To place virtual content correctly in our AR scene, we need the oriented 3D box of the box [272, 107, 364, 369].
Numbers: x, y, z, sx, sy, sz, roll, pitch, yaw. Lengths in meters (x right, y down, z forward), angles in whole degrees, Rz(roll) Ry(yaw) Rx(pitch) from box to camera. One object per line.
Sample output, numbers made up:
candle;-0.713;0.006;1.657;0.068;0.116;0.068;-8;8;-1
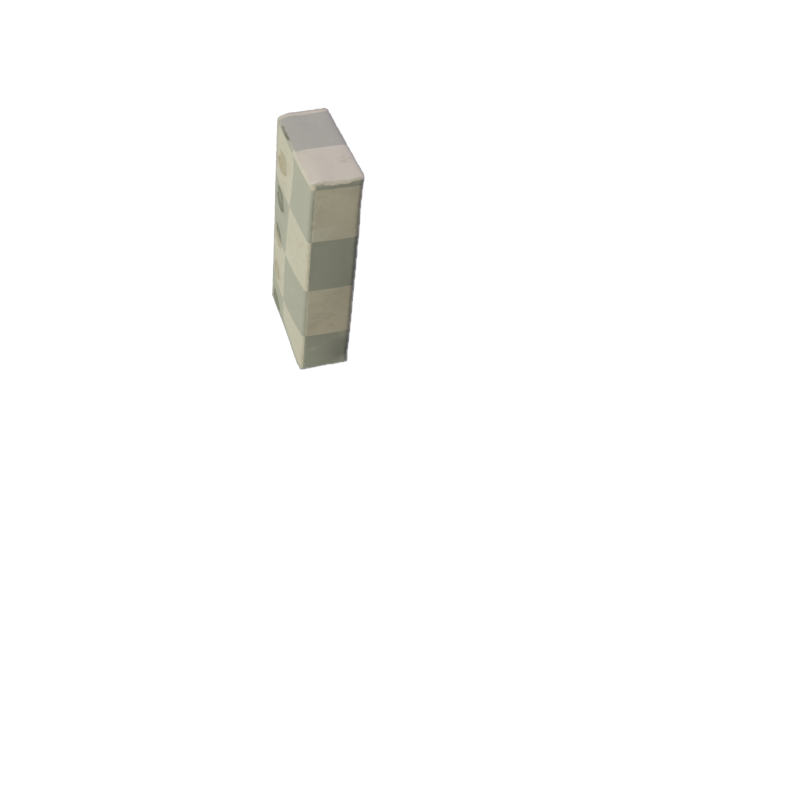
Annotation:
box;-0.065;-0.118;0.823;0.047;0.164;0.101;-10;44;-15
